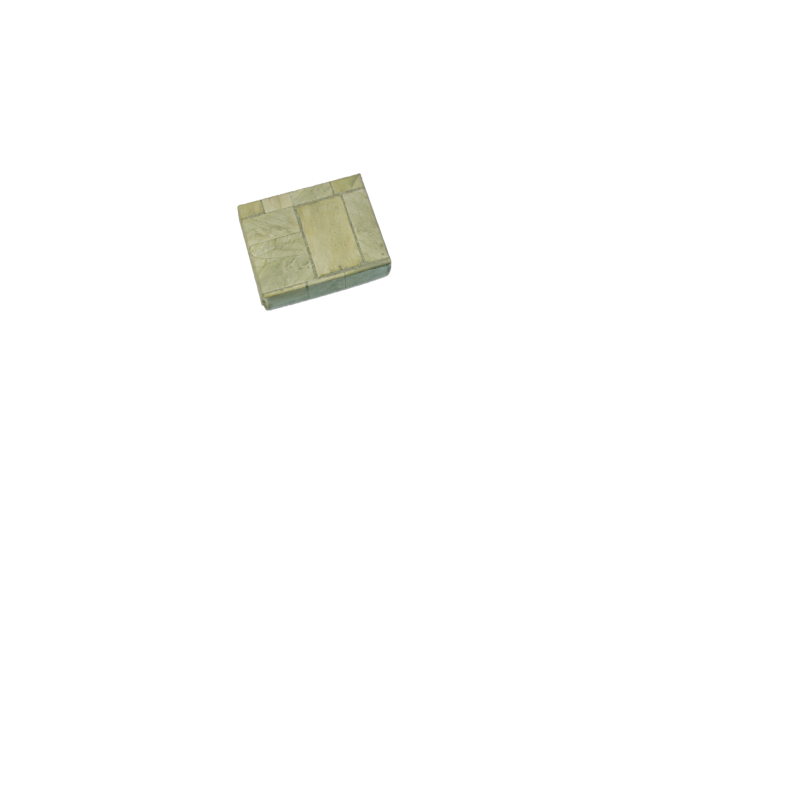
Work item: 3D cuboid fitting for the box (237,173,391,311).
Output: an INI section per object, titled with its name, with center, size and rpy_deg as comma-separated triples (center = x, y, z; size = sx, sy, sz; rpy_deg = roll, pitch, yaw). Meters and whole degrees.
[box]
center = -0.074, -0.134, 0.942
size = 0.113, 0.095, 0.037
rpy_deg = -15, -23, -7
